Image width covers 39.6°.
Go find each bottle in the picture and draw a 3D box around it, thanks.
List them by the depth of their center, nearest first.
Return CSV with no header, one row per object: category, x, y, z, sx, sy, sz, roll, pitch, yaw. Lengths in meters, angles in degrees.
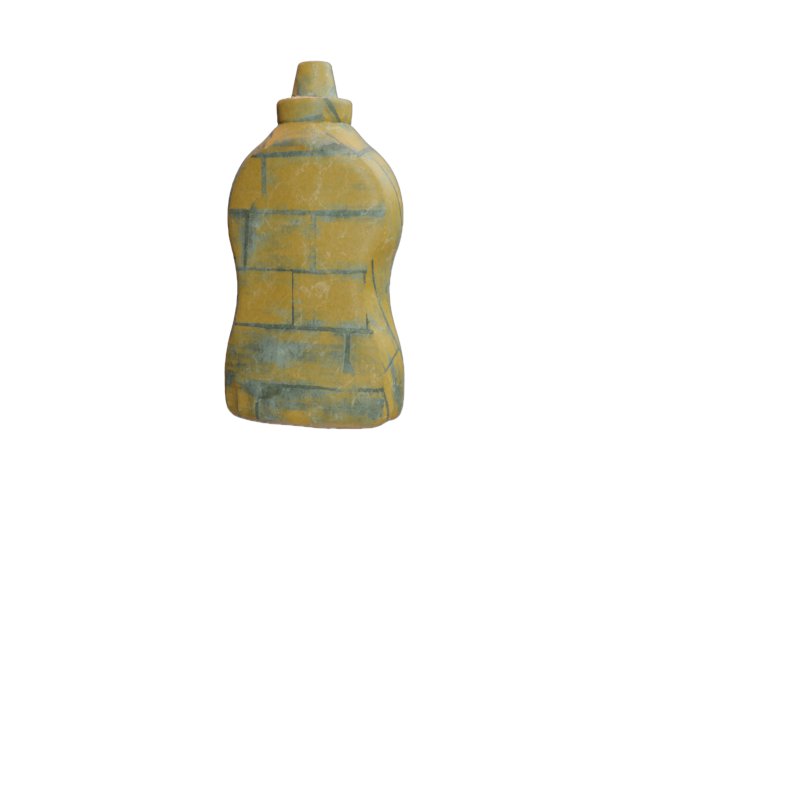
bottle,-0.046,-0.085,0.595,0.099,0.191,0.057,1,2,26
